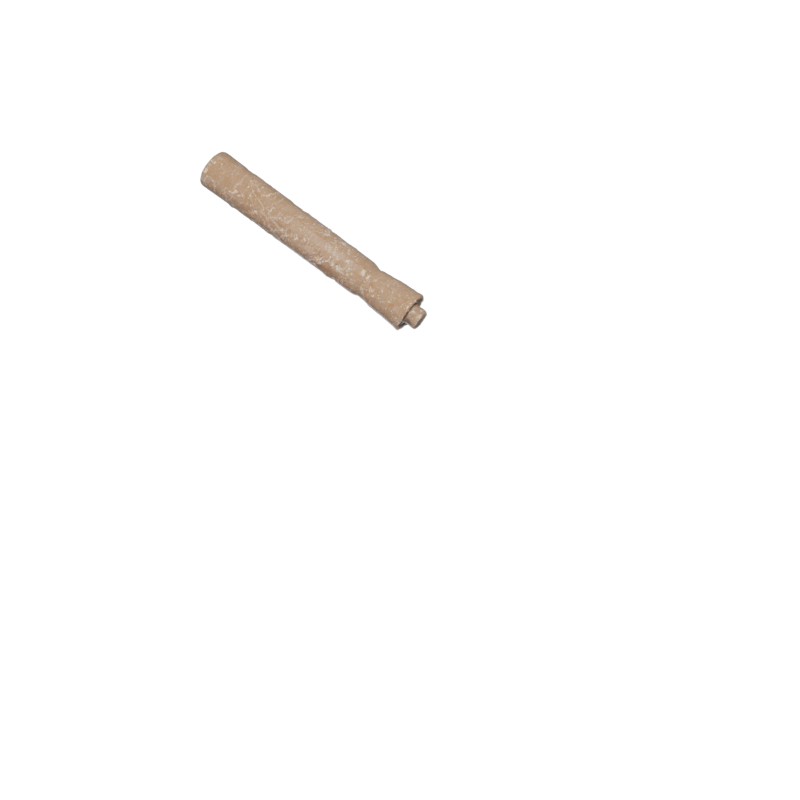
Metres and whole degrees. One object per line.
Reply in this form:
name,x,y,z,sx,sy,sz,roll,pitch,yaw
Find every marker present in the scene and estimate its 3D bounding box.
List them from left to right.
marker,-0.039,-0.071,0.497,0.126,0.019,0.019,38,14,16
